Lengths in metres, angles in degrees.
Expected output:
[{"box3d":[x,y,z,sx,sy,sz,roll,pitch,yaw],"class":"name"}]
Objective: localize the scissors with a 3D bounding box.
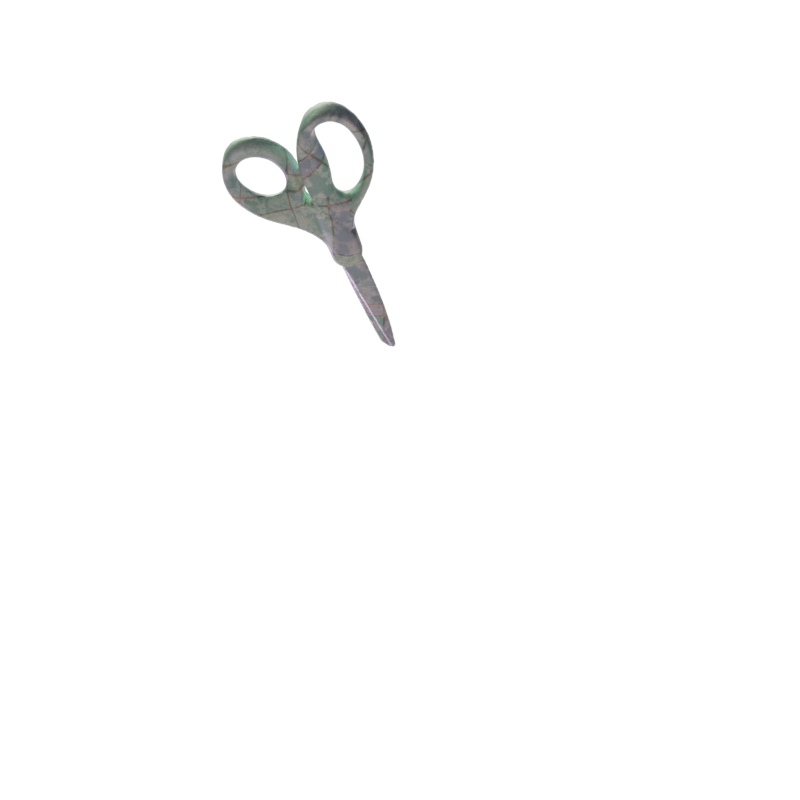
[{"box3d":[-0.053,-0.096,0.675,0.096,0.017,0.187,-1,-42,1],"class":"scissors"}]
